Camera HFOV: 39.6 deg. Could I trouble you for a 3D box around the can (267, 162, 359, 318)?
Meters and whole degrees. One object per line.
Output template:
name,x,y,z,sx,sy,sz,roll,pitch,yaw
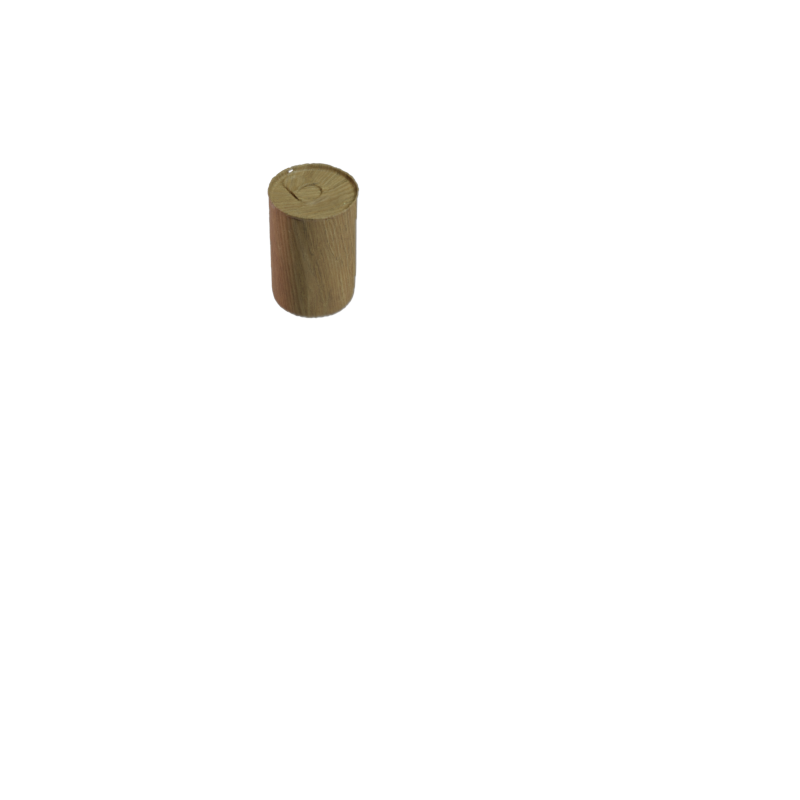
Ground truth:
can,-0.067,-0.122,0.853,0.068,0.095,0.074,0,44,-3
